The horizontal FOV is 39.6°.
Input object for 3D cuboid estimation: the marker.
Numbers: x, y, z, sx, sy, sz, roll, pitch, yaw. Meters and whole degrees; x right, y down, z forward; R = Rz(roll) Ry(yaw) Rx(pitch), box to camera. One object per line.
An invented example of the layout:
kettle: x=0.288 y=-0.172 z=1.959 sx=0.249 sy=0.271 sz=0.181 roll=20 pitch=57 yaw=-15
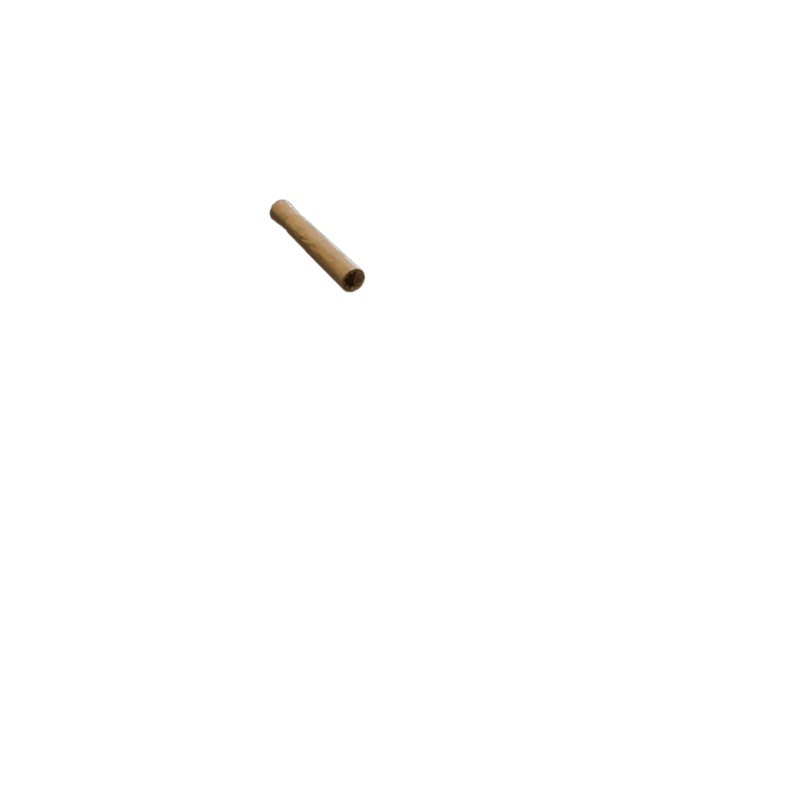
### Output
marker: x=-0.062 y=-0.114 z=0.797 sx=0.019 sy=0.019 sz=0.131 roll=-2 pitch=32 yaw=-32
